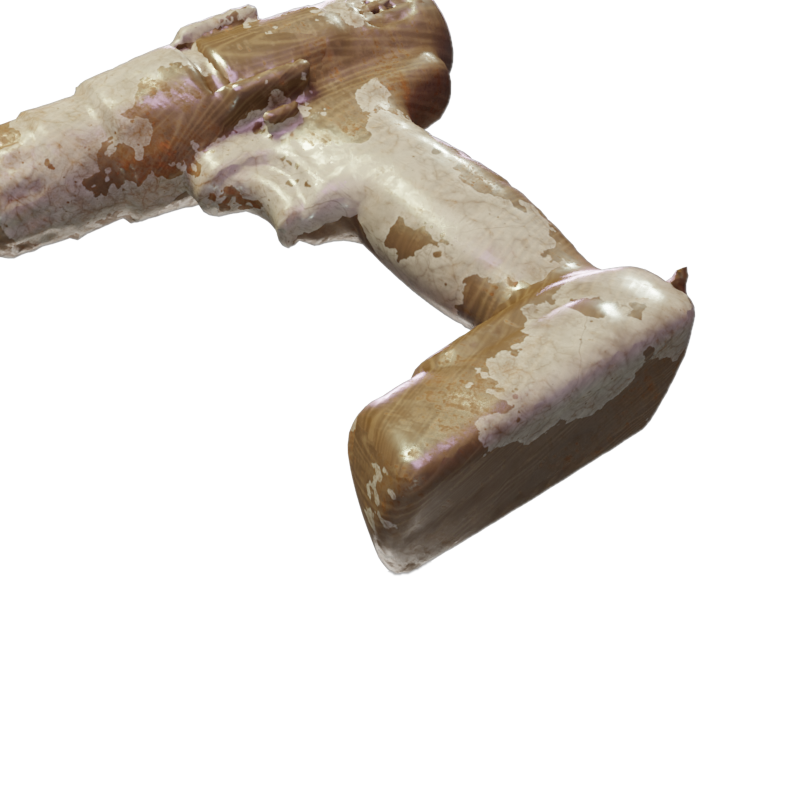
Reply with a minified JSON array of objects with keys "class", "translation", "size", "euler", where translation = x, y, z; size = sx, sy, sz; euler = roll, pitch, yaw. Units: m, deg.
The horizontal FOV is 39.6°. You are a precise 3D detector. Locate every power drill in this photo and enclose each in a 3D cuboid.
[{"class":"power drill","translation":[-0.026,-0.047,0.330],"size":[0.184,0.201,0.053],"euler":[-27,-32,-20]}]
